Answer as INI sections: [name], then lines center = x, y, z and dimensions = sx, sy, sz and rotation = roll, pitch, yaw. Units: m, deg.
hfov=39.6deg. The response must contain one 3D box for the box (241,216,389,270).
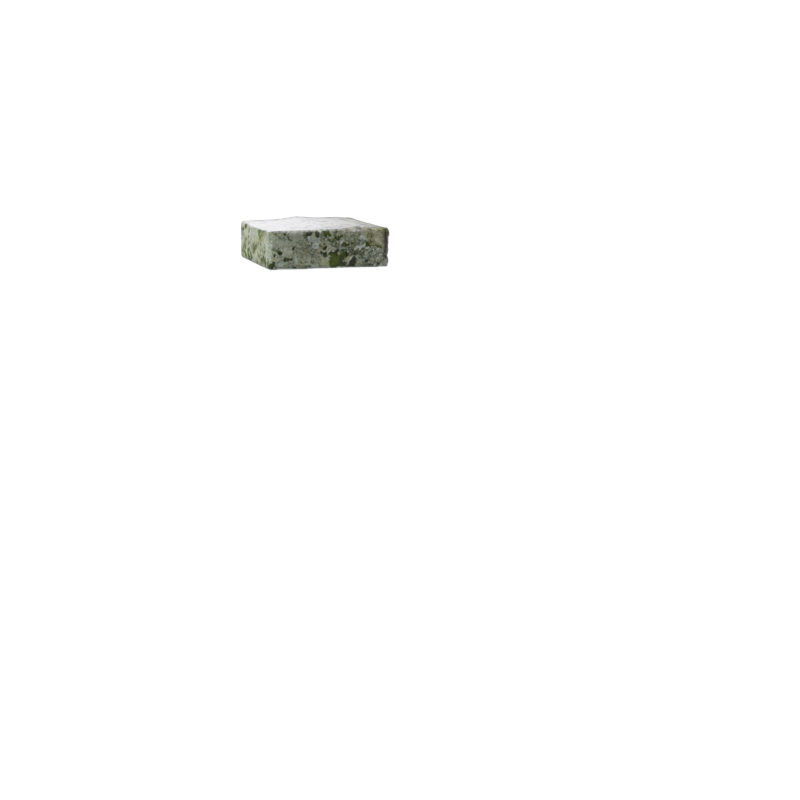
[box]
center = -0.061, -0.112, 0.787
dimensions = 0.087, 0.029, 0.077
rotation = -5, 15, -20
